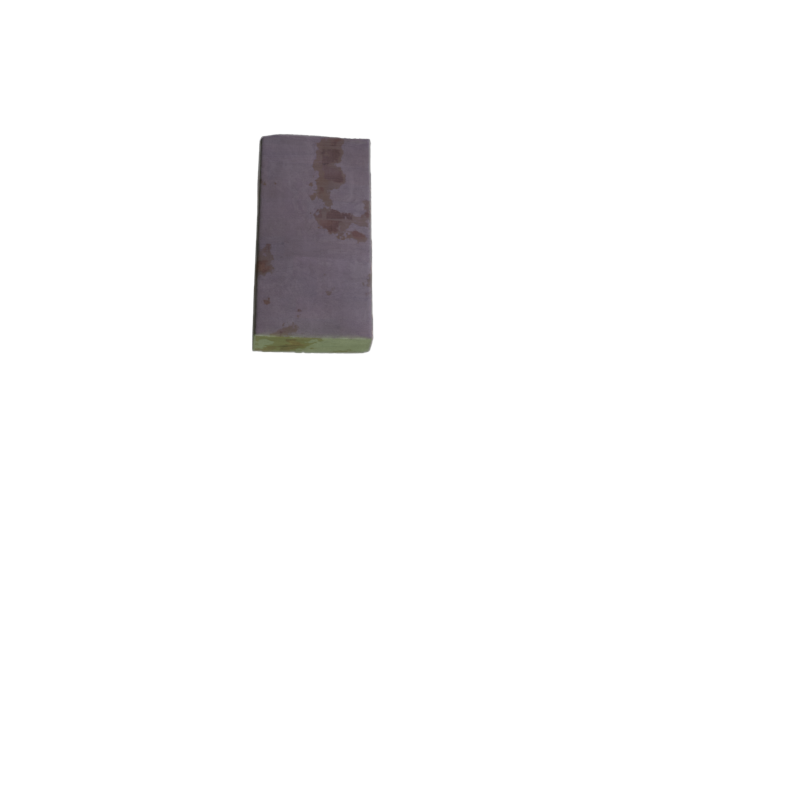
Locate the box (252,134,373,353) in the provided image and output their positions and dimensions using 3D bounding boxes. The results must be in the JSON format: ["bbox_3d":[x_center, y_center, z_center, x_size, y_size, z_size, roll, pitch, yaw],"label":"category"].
[{"bbox_3d":[-0.069,-0.126,0.881,0.093,0.185,0.046,1,-22,-6],"label":"box"}]
